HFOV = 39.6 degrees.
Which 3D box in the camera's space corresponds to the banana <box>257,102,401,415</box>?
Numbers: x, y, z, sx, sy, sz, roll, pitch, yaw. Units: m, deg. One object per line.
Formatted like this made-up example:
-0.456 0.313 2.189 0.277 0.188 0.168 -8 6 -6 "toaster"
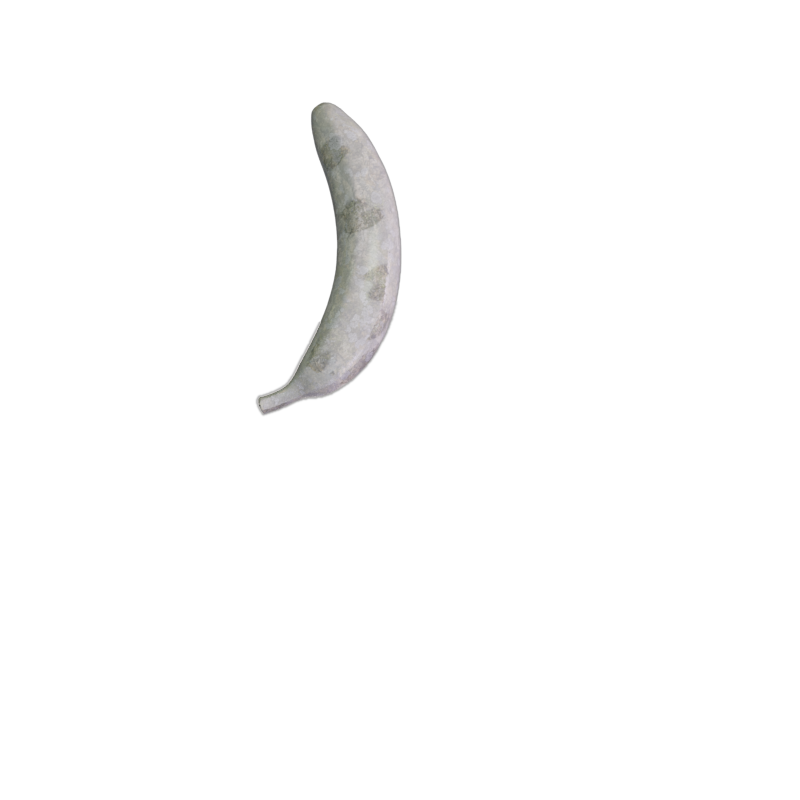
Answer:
-0.033 -0.085 0.643 0.070 0.207 0.035 8 -22 2 "banana"
